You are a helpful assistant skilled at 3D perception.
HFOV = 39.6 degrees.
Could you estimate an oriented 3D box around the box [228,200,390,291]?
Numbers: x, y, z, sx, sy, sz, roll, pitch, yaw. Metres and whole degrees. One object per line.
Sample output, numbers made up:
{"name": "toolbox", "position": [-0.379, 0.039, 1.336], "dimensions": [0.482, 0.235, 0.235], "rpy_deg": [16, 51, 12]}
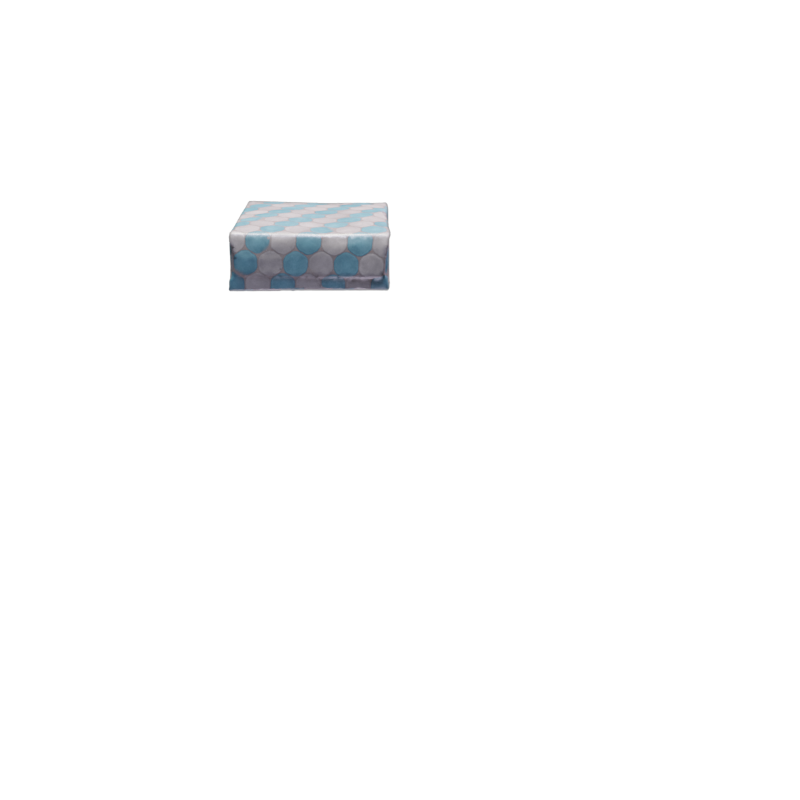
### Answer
{"name": "box", "position": [-0.042, -0.076, 0.534], "dimensions": [0.073, 0.029, 0.092], "rpy_deg": [0, 18, 1]}
